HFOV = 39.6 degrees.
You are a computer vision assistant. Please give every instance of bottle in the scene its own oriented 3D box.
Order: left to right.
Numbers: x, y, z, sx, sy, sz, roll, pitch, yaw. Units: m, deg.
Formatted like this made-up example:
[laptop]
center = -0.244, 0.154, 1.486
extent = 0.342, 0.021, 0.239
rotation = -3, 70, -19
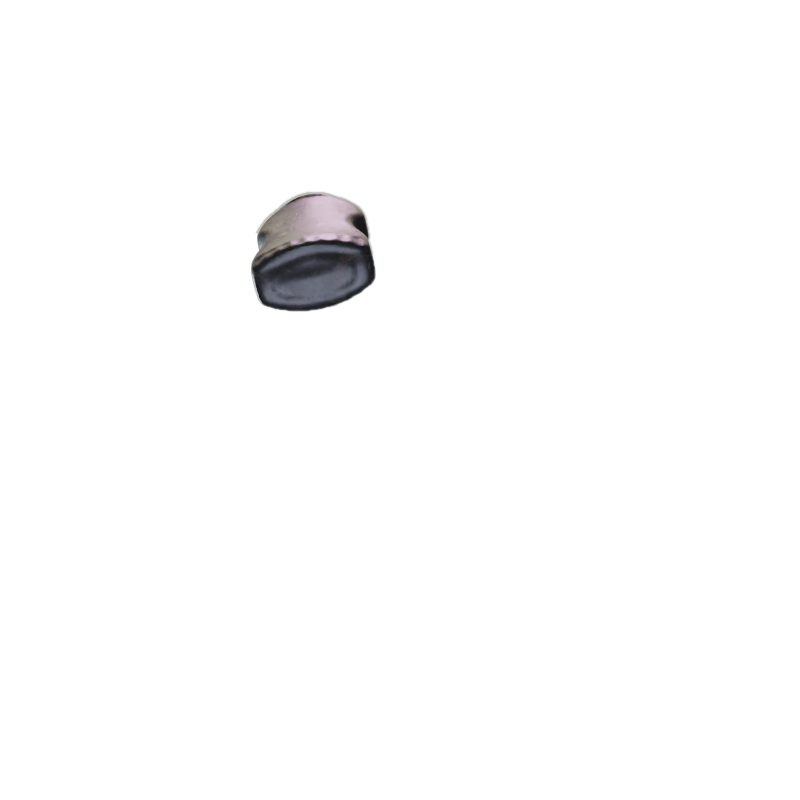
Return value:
[bottle]
center = -0.074, -0.135, 0.946
extent = 0.096, 0.055, 0.201
rotation = -13, 24, 2
